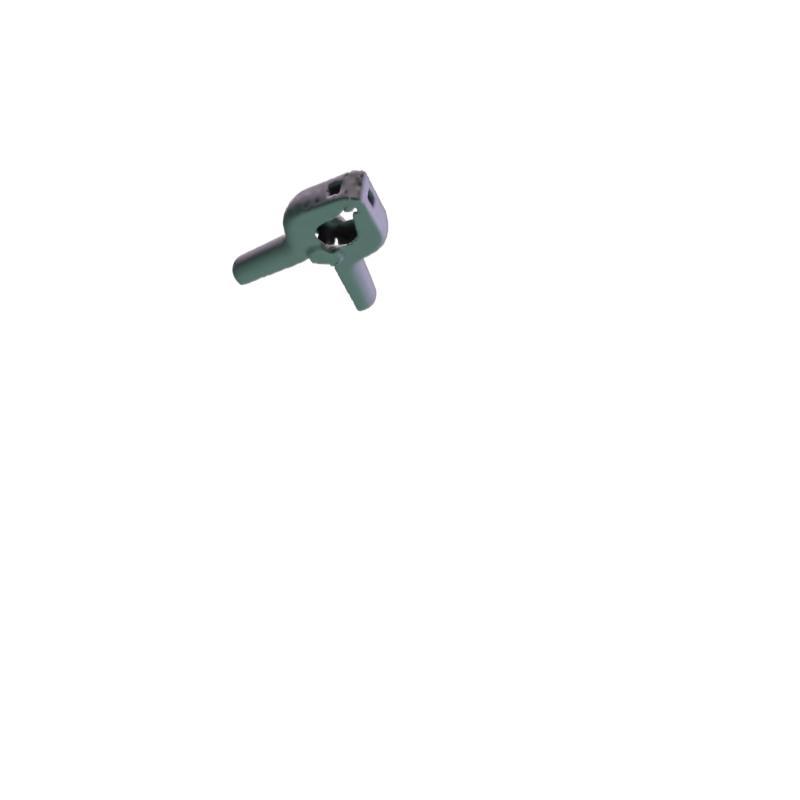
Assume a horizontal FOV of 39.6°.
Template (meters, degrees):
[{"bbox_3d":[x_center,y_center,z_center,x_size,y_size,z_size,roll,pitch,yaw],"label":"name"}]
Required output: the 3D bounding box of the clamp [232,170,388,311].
[{"bbox_3d":[-0.067,-0.122,0.856,0.119,0.042,0.163,4,-28,-8],"label":"clamp"}]
